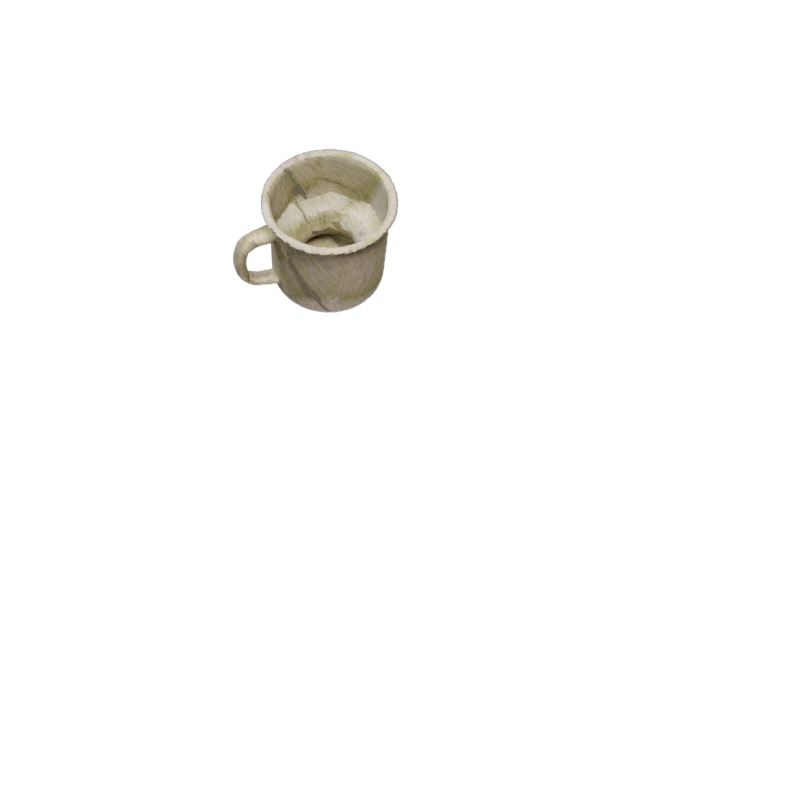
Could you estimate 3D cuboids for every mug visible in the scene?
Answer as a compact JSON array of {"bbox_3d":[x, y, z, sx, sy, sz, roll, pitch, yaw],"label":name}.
[{"bbox_3d":[-0.061,-0.111,0.775,0.116,0.100,0.076,-23,-31,-16],"label":"mug"}]
